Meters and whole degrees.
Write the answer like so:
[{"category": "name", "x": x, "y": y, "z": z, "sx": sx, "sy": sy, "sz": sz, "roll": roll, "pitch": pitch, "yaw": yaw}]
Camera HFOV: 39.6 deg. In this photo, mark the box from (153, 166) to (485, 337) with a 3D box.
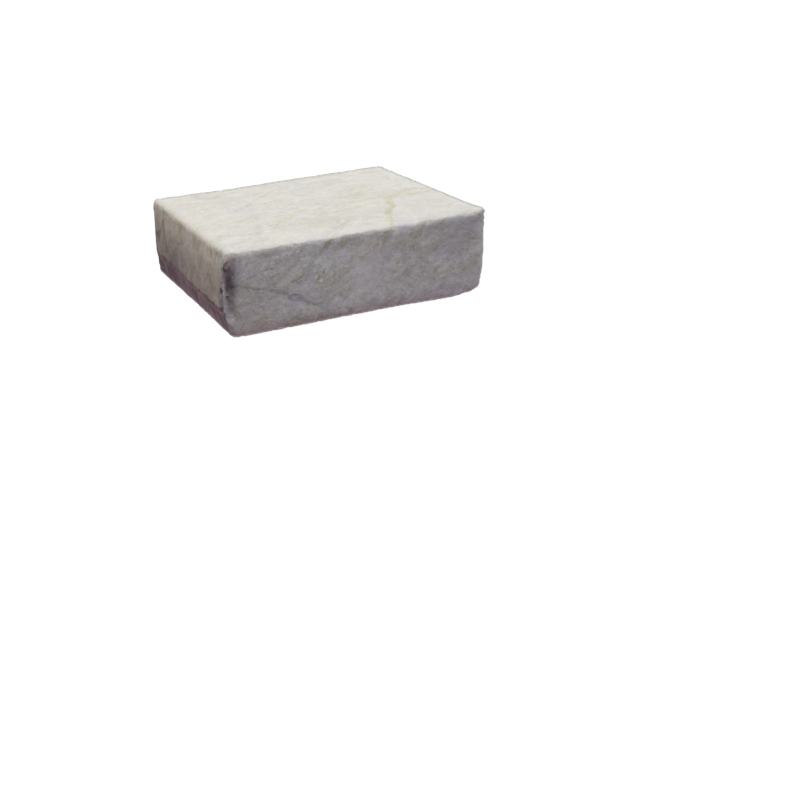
[{"category": "box", "x": -0.036, "y": -0.066, "z": 0.459, "sx": 0.111, "sy": 0.037, "sz": 0.096, "roll": -11, "pitch": 26, "yaw": -25}]
